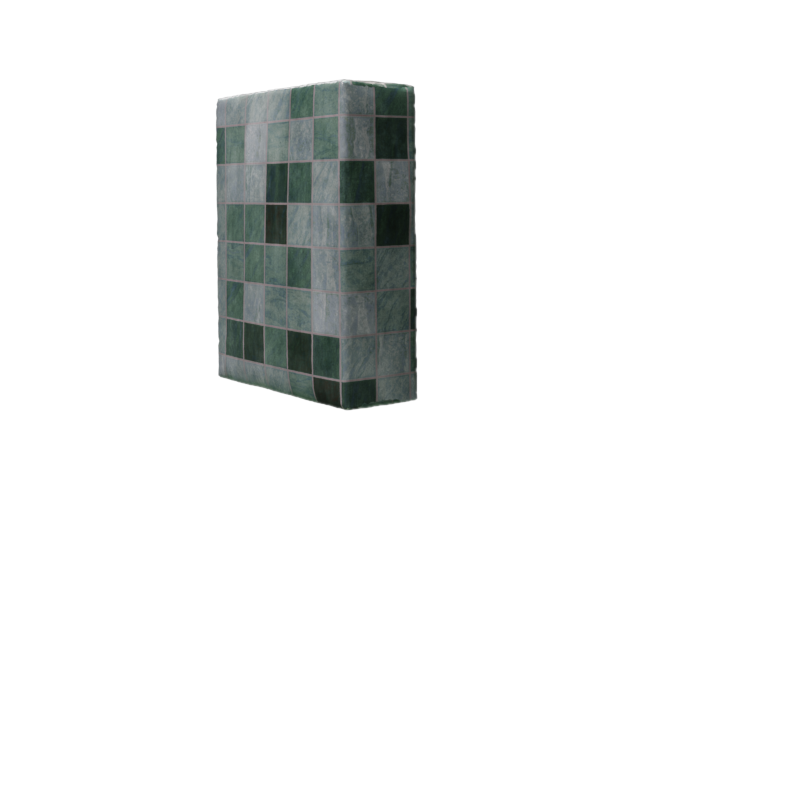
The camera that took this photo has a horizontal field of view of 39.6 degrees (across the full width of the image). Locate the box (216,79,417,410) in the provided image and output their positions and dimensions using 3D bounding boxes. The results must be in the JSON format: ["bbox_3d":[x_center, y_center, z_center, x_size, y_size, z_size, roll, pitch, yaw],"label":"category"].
[{"bbox_3d":[-0.062,-0.113,0.790,0.069,0.212,0.171,-2,6,-38],"label":"box"}]
